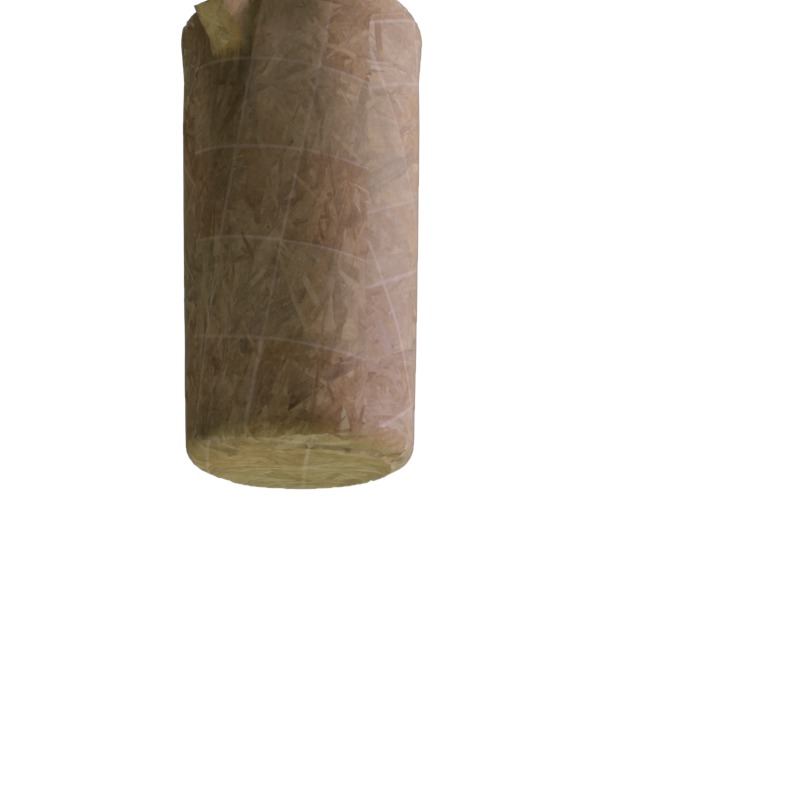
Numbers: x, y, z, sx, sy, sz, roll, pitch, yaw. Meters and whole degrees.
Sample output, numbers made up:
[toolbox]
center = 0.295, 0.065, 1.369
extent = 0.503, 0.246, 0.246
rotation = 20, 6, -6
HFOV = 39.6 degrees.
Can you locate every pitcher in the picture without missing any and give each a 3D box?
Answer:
[pitcher]
center = -0.045, -0.082, 0.576
extent = 0.146, 0.256, 0.141
rotation = 4, -22, -14
